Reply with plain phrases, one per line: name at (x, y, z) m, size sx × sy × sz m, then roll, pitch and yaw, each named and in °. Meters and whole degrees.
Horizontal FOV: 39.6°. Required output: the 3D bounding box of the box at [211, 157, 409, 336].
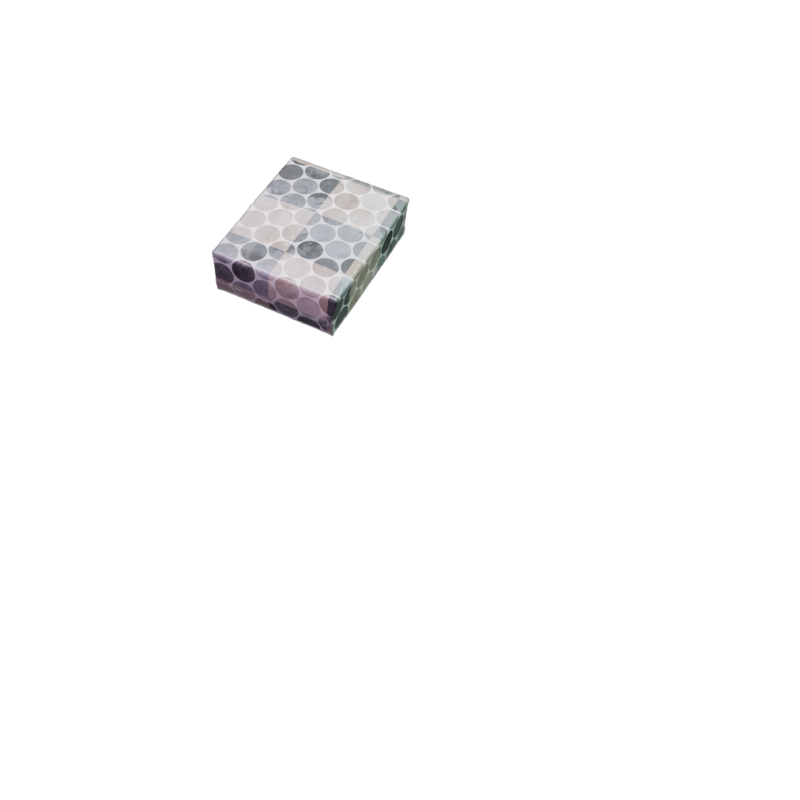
box at (-0.057, -0.104, 0.730) m, size 0.093 × 0.118 × 0.036 m, roll 20°, pitch -38°, yaw 16°
